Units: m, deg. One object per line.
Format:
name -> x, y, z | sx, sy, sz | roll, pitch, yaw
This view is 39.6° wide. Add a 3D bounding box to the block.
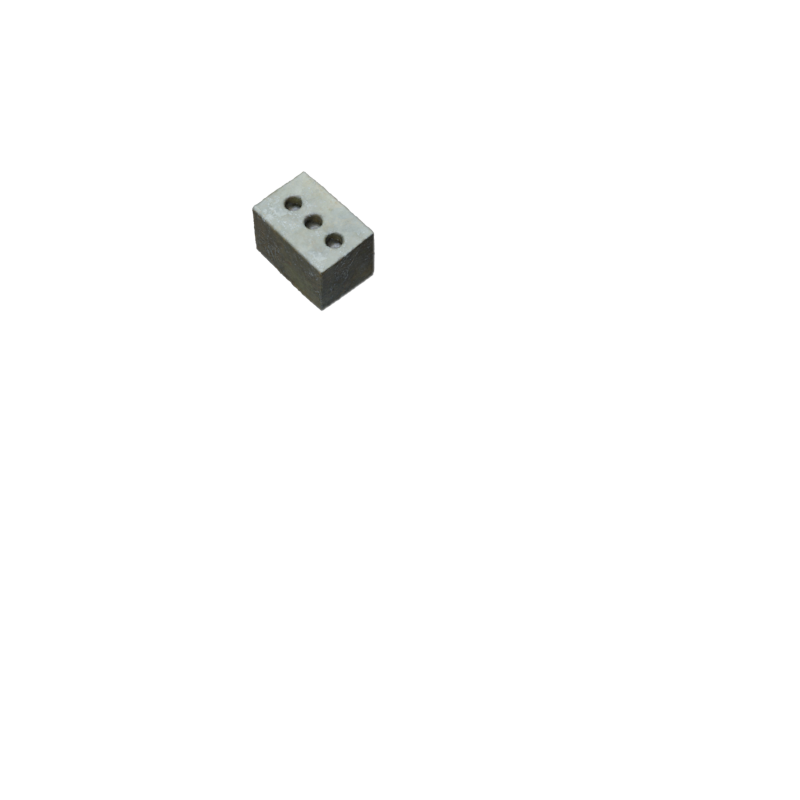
block -> -0.063, -0.115, 0.804 | 0.053, 0.083, 0.048 | -38, -25, -22
